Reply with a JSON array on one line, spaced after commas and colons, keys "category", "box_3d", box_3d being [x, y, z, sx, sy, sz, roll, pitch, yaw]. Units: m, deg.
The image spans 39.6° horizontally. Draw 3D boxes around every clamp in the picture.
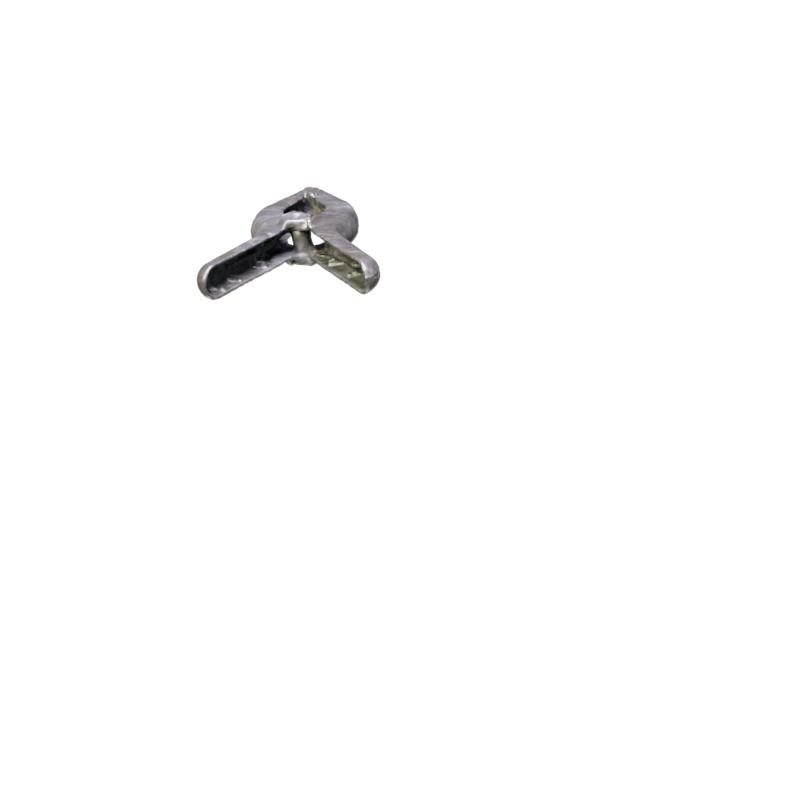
[{"category": "clamp", "box_3d": [-0.062, -0.112, 0.786, 0.122, 0.037, 0.178, 6, 31, 10]}]
